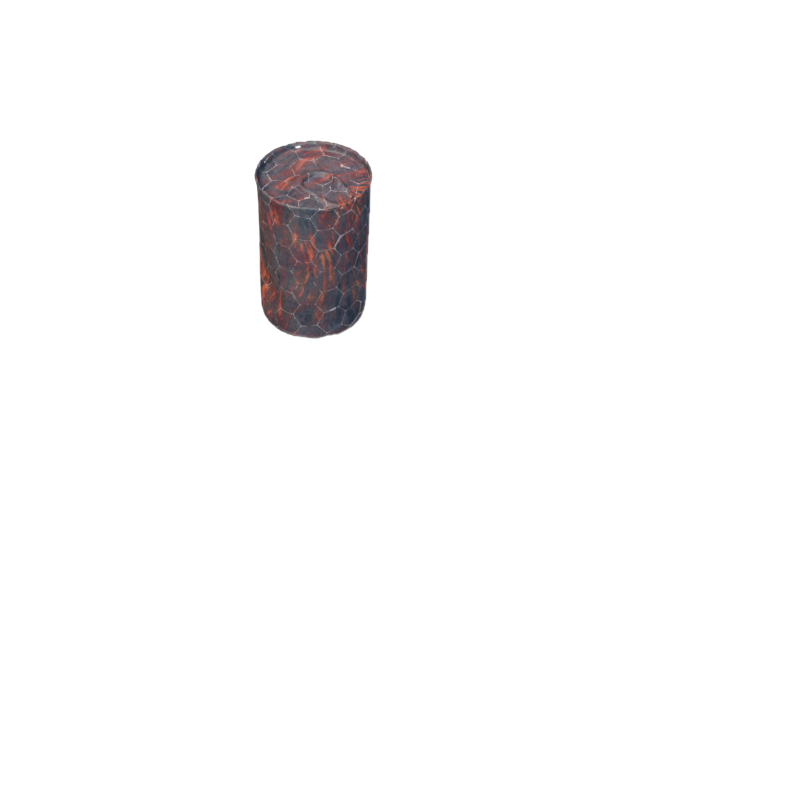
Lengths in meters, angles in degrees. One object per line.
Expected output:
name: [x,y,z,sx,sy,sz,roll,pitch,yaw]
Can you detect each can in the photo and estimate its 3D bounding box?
can: [-0.052,-0.096,0.670,0.068,0.095,0.073,0,42,-3]
